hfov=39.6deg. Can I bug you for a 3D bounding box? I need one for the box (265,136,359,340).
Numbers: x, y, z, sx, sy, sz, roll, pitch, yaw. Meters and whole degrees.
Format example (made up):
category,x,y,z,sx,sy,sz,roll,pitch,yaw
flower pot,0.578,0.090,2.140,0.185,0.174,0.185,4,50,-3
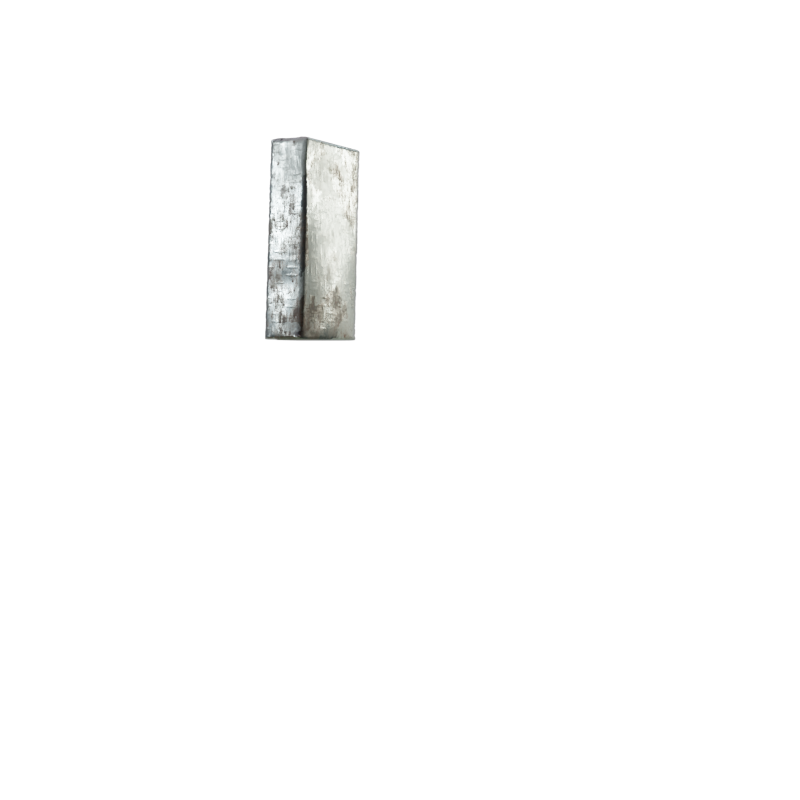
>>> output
category,x,y,z,sx,sy,sz,roll,pitch,yaw
box,-0.078,-0.142,0.992,0.049,0.178,0.089,-3,-5,30
